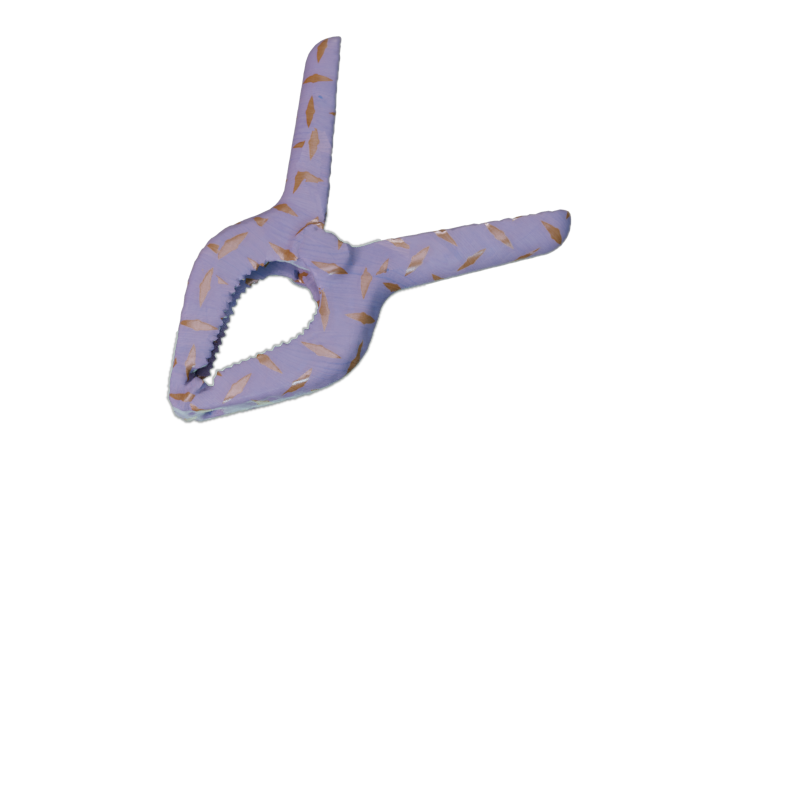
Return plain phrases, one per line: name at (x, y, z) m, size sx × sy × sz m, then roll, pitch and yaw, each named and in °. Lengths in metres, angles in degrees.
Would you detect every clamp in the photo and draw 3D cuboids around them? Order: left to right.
clamp at (-0.043, -0.078, 0.548) m, size 0.211 × 0.172 × 0.035 m, roll -41°, pitch -16°, yaw -14°
